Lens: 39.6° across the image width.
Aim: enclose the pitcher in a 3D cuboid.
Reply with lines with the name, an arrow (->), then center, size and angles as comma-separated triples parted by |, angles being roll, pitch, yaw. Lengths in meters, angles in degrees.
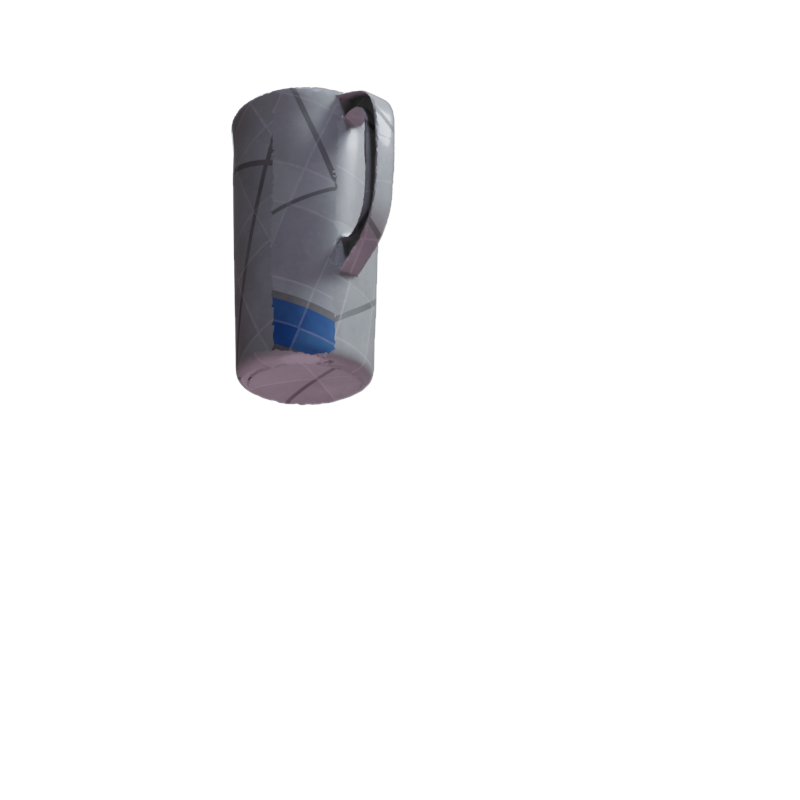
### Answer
pitcher -> -0.071, -0.129, 0.906 | 0.146, 0.257, 0.140 | -4, -26, 4
